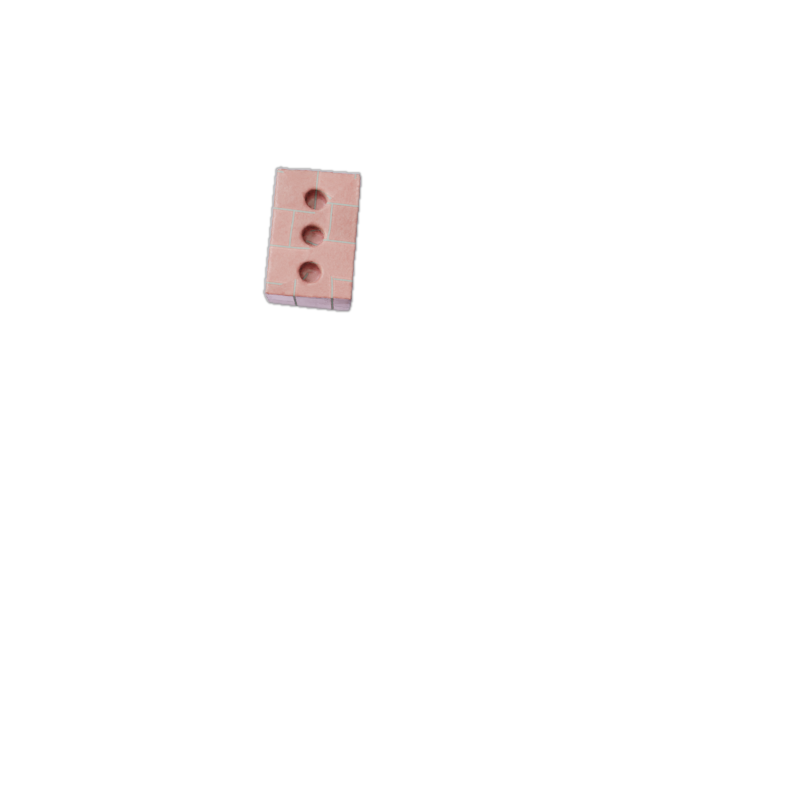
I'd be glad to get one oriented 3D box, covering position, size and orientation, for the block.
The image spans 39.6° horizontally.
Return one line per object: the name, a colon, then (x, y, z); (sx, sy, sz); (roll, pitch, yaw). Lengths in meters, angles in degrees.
block: (-0.053, -0.096, 0.676); (0.053, 0.080, 0.050); (4, -7, -2)
